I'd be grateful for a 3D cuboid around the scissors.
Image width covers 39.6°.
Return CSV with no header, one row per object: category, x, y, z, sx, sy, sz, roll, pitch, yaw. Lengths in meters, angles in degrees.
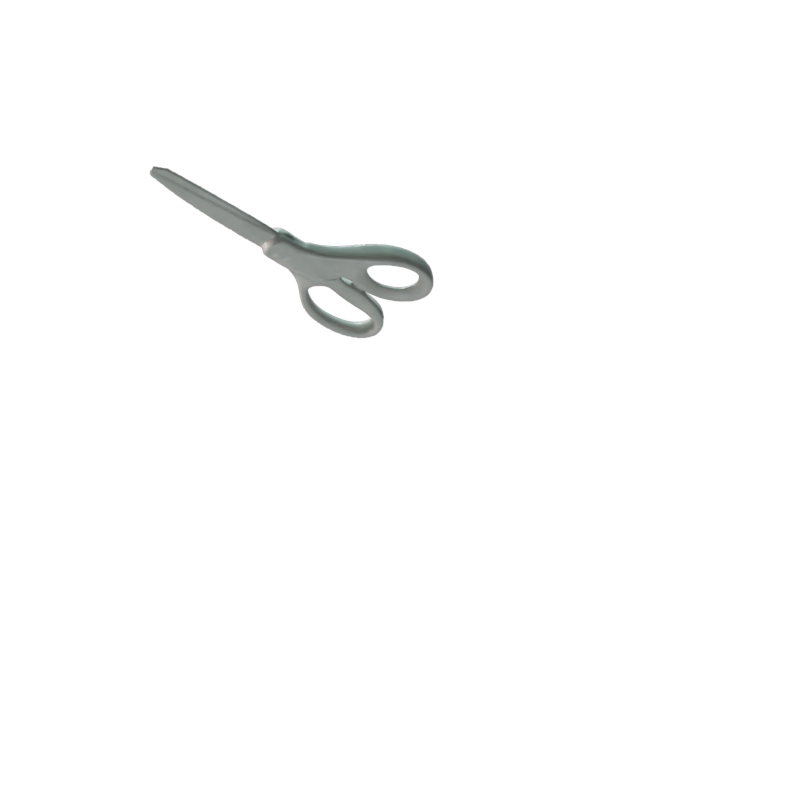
scissors,-0.052,-0.095,0.665,0.097,0.017,0.186,-17,-36,24
